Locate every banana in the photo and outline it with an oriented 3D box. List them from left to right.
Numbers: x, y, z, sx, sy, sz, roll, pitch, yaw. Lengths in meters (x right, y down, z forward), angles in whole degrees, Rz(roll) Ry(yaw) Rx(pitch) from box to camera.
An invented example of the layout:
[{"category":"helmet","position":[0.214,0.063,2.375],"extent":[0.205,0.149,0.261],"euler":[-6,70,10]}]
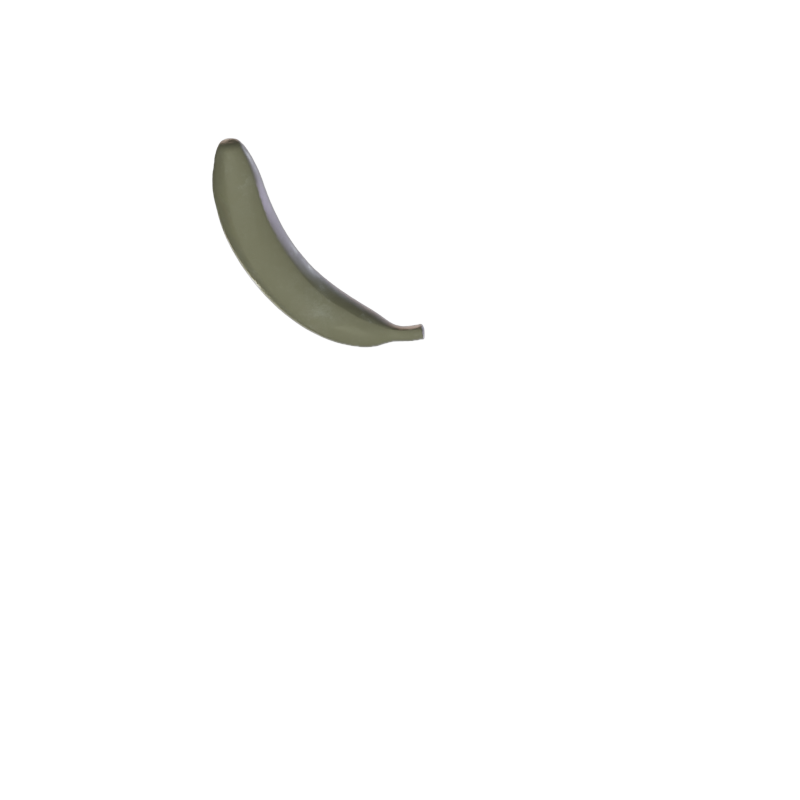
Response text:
[{"category":"banana","position":[-0.070,-0.094,0.749],"extent":[0.069,0.187,0.039],"euler":[-37,26,21]}]
